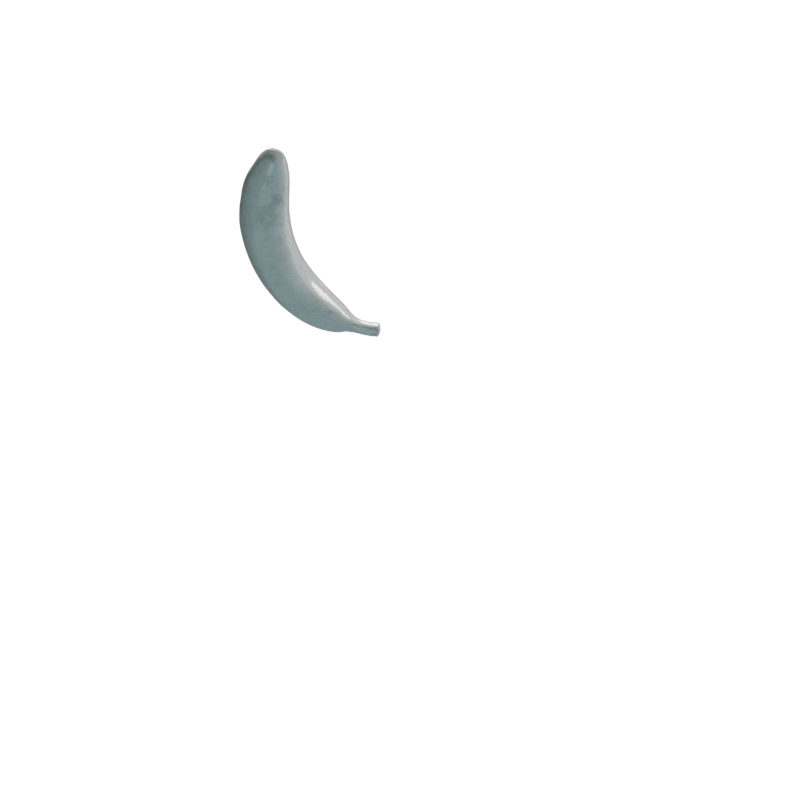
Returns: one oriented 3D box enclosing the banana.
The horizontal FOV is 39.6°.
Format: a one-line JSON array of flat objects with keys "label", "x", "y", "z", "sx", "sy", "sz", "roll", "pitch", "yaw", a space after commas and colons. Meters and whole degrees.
[{"label": "banana", "x": -0.081, "y": -0.111, "z": 0.833, "sx": 0.070, "sy": 0.039, "sz": 0.182, "roll": -16, "pitch": -44, "yaw": 16}]
